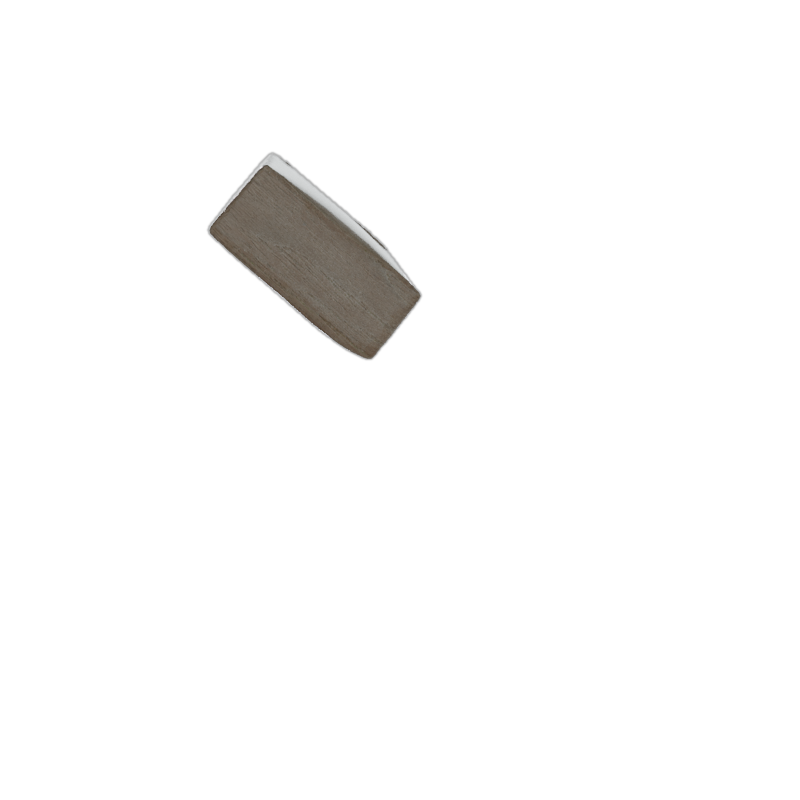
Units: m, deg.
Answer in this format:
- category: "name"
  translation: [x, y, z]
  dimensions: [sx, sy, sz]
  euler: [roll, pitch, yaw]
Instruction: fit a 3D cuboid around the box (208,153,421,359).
- category: "box"
  translation: [-0.044, -0.081, 0.565]
  dimensions: [0.091, 0.048, 0.182]
  euler: [39, 10, -12]
